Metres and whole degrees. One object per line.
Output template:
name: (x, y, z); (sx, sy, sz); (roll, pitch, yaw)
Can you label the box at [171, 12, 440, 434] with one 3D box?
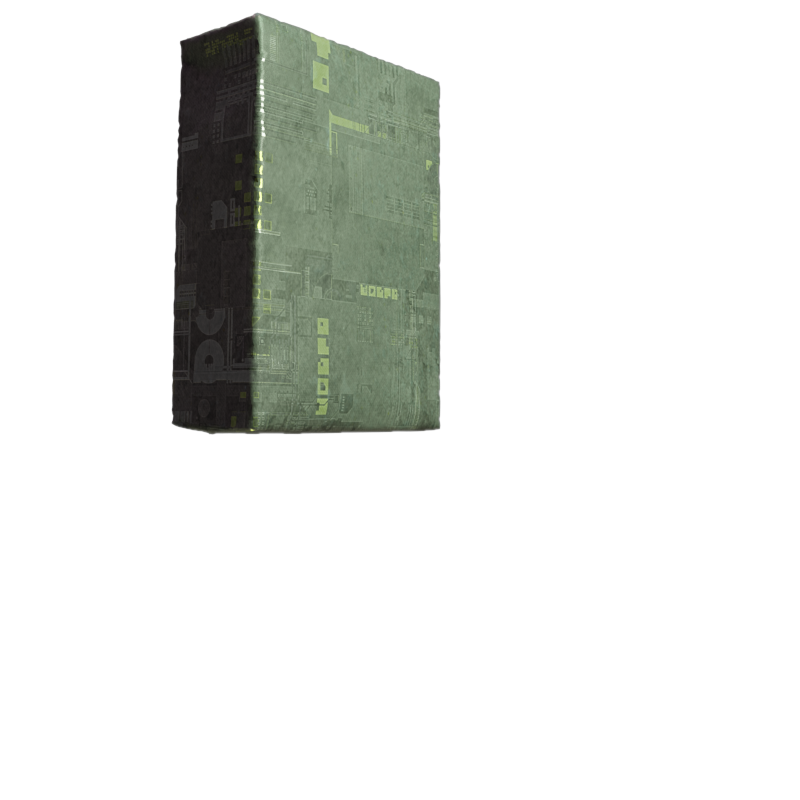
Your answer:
box: (-0.049, -0.090, 0.628); (0.074, 0.218, 0.156); (-7, -9, 39)
